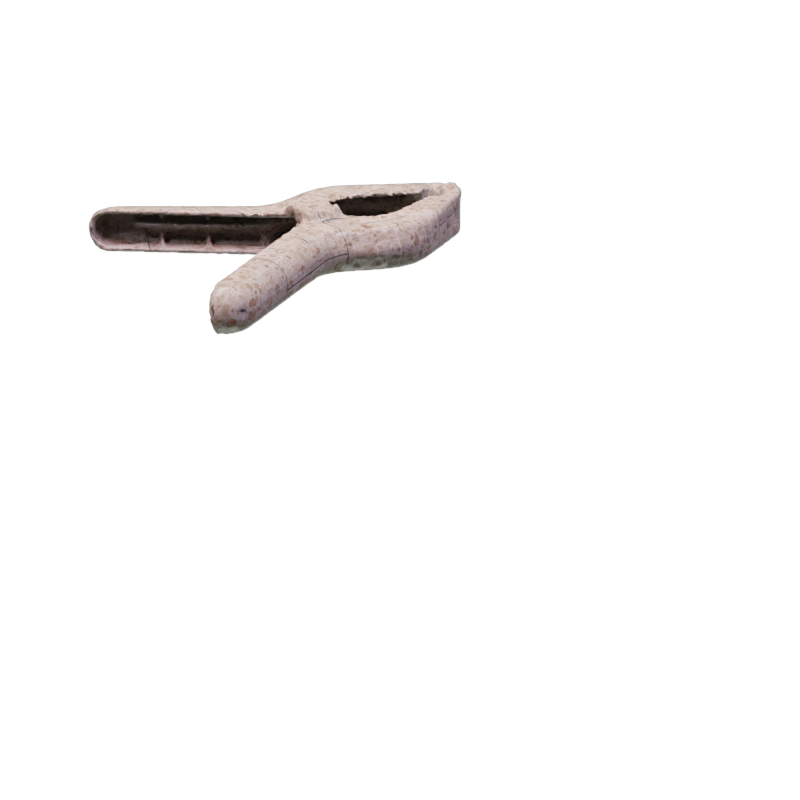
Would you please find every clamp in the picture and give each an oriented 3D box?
[{"bbox_3d":[-0.047,-0.086,0.602,0.206,0.035,0.176,-12,28,-24],"label":"clamp"}]
